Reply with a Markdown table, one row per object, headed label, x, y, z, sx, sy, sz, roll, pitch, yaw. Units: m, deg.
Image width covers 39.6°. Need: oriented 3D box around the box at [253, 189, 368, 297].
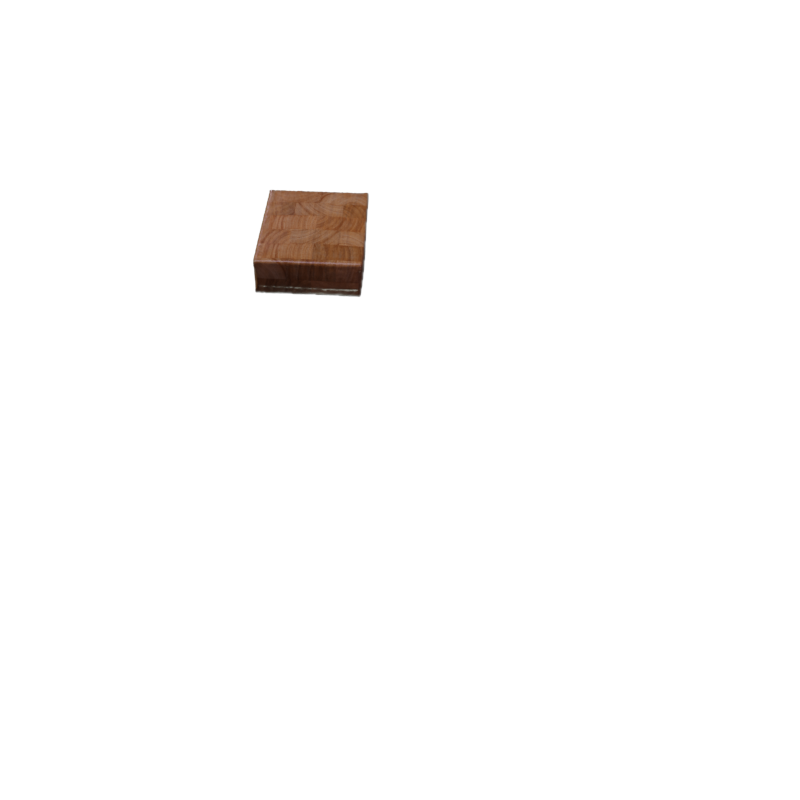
| label | x | y | z | sx | sy | sz | roll | pitch | yaw |
| --- | --- | --- | --- | --- | --- | --- | --- | --- | --- |
| box | -0.074 | -0.135 | 0.948 | 0.090 | 0.036 | 0.121 | 2 | 38 | 2 |
